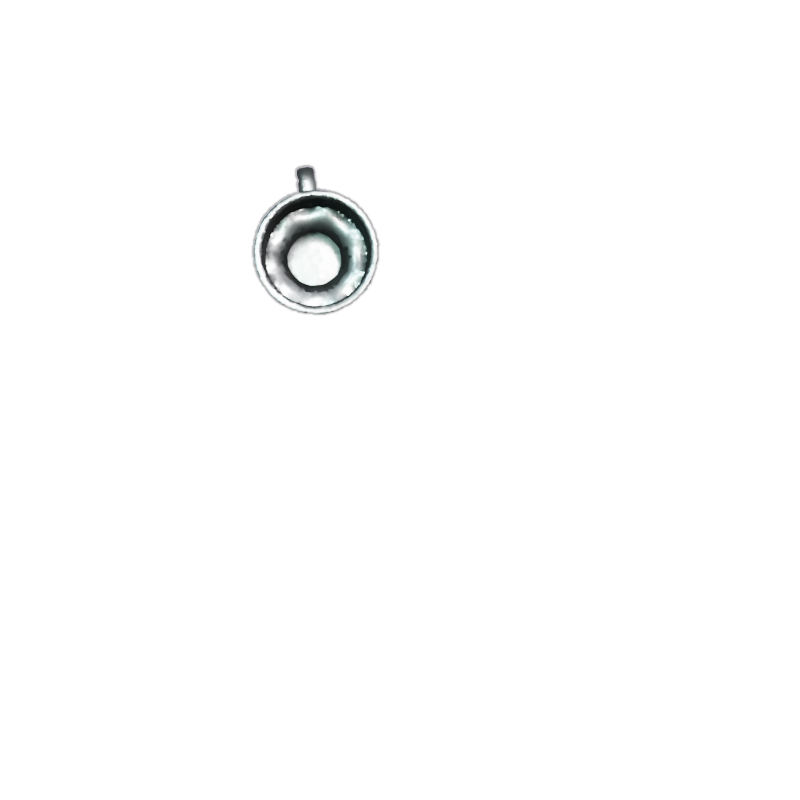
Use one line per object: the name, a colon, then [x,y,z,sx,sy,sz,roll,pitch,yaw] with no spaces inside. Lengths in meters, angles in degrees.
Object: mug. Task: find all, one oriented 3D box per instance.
mug: [-0.067,-0.123,0.861,0.093,0.119,0.081,-10,-4,-2]
